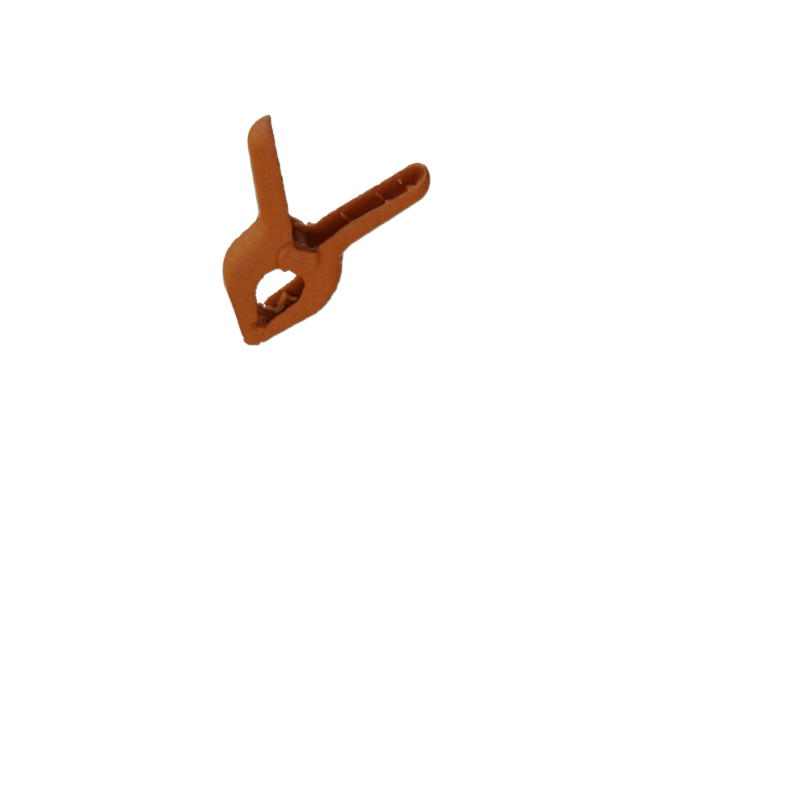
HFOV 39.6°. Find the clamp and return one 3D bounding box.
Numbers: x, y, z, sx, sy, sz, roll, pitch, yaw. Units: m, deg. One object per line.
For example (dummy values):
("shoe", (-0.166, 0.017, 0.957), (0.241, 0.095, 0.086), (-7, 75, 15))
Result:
("clamp", (-0.056, -0.103, 0.720), (0.118, 0.163, 0.042), (13, 41, -12))
